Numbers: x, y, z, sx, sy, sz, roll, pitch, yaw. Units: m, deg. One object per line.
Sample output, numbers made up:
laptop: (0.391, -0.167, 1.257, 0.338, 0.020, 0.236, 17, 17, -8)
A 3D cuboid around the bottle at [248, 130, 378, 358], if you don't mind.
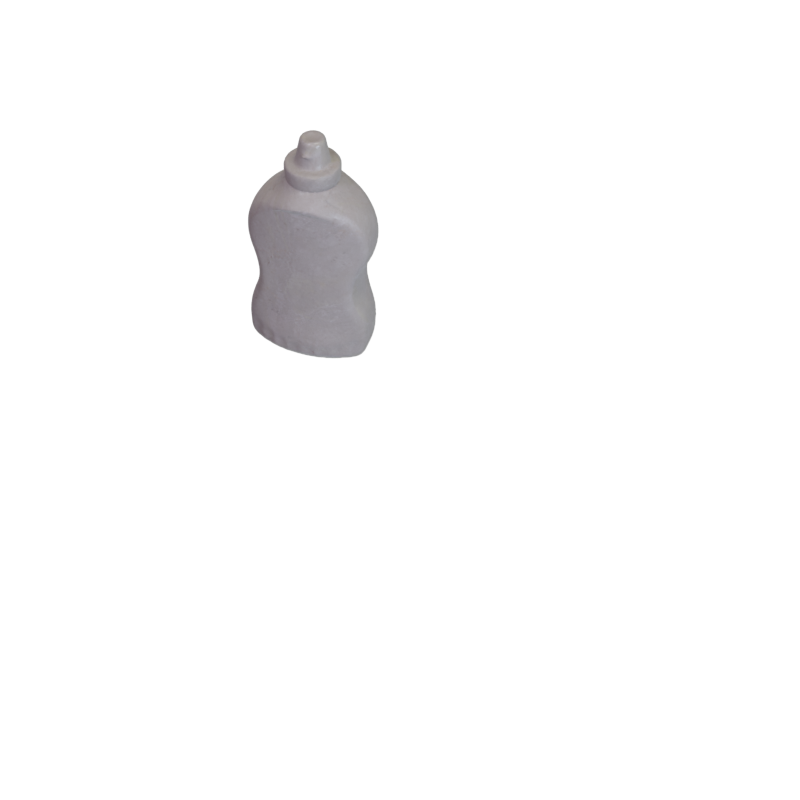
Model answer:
bottle: (-0.065, -0.118, 0.826, 0.099, 0.179, 0.061, 16, 45, 13)
